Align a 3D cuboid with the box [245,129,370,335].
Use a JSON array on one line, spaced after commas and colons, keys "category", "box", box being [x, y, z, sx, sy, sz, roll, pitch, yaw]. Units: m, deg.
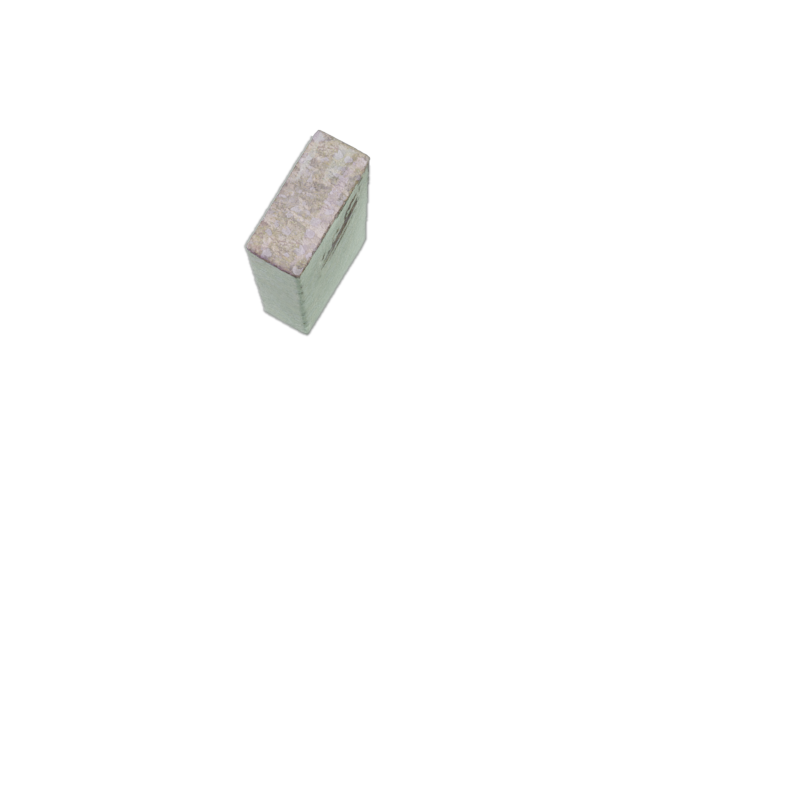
[{"category": "box", "box": [-0.060, -0.109, 0.767, 0.048, 0.095, 0.172, 30, -9, 0]}]
